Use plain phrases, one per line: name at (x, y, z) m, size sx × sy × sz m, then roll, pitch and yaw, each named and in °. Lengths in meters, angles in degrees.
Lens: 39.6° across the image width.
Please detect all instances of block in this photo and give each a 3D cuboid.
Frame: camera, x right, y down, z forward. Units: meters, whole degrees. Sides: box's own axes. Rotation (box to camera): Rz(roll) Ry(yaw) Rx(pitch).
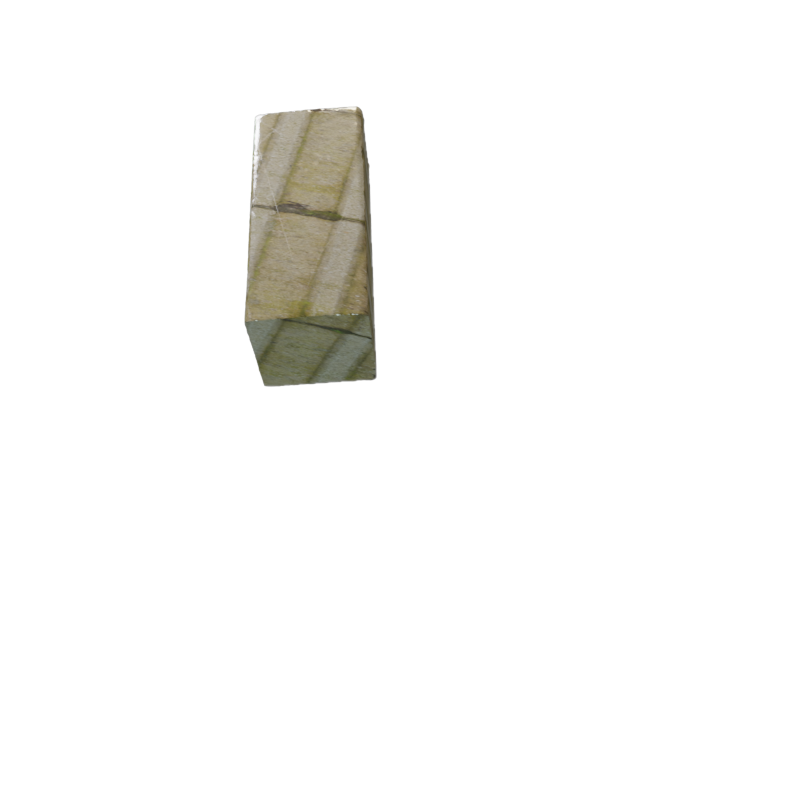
block at (-0.068, -0.125, 0.874) m, size 0.090 × 0.221 × 0.084 m, roll -5°, pitch -36°, yaw 3°
